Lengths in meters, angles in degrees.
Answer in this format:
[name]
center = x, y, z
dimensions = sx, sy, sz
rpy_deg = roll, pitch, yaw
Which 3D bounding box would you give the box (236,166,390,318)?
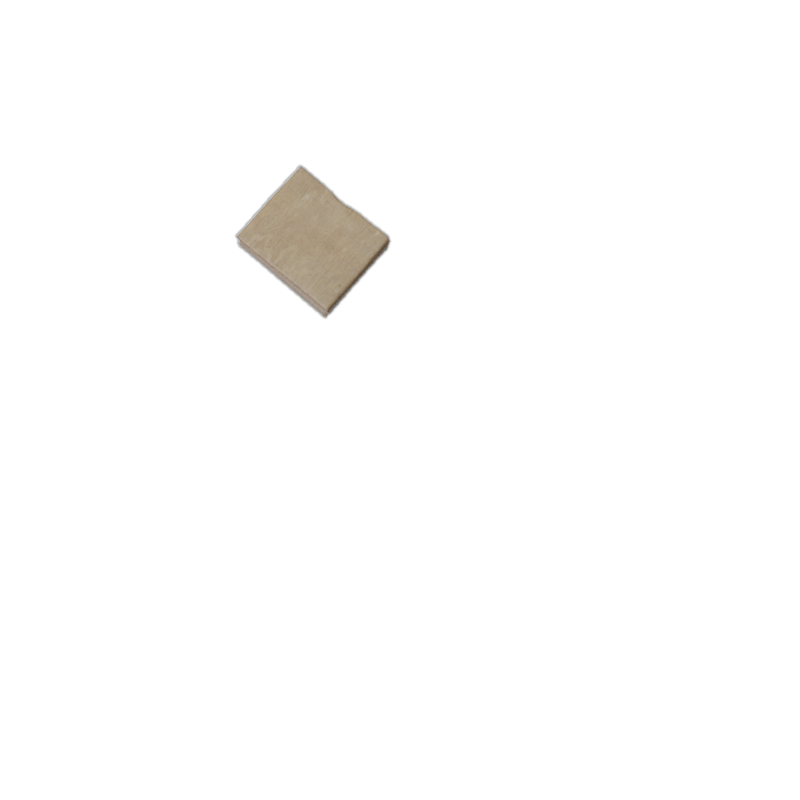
[box]
center = -0.064, -0.117, 0.821
dimensions = 0.091, 0.074, 0.029
rpy_deg = 40, -11, 9
